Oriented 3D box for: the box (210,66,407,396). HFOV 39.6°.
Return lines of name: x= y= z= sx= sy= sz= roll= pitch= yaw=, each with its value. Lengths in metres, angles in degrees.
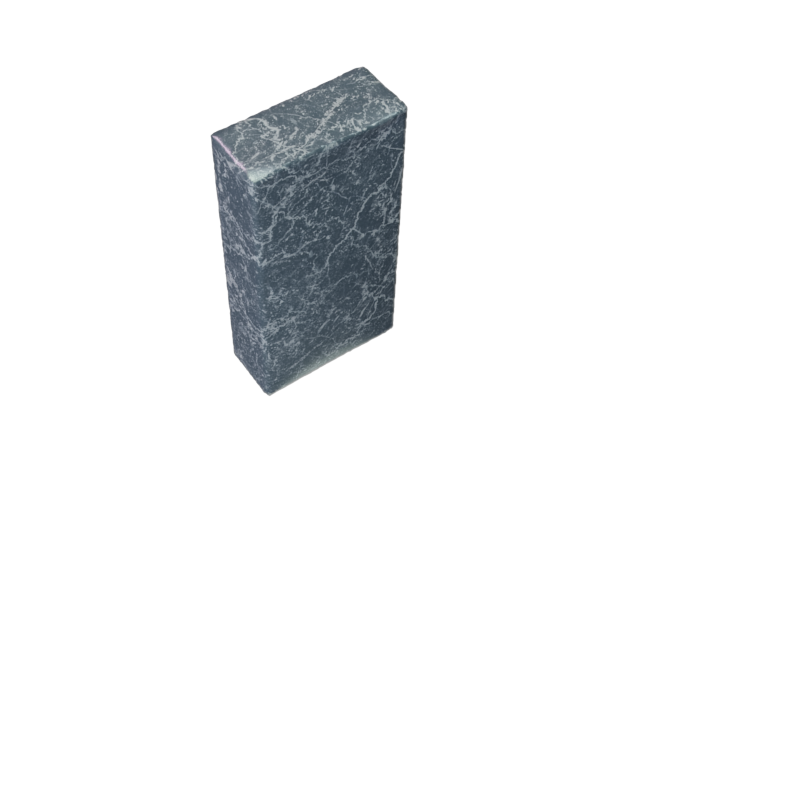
box: x=-0.046 y=-0.085 z=0.594 sx=0.093 sy=0.051 sz=0.165 roll=-30 pitch=-27 yaw=-22
